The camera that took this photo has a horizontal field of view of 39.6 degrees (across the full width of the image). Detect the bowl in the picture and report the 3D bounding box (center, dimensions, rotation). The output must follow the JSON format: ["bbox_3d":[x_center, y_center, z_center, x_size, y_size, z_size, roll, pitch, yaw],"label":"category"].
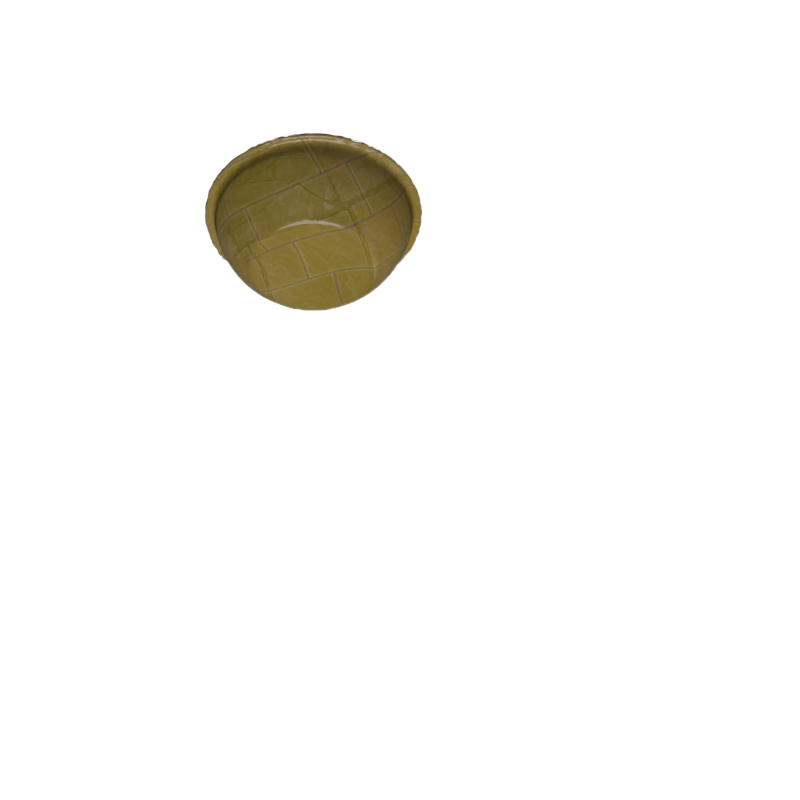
[{"bbox_3d":[-0.063,-0.115,0.807,0.162,0.059,0.151,1,-42,-1],"label":"bowl"}]
